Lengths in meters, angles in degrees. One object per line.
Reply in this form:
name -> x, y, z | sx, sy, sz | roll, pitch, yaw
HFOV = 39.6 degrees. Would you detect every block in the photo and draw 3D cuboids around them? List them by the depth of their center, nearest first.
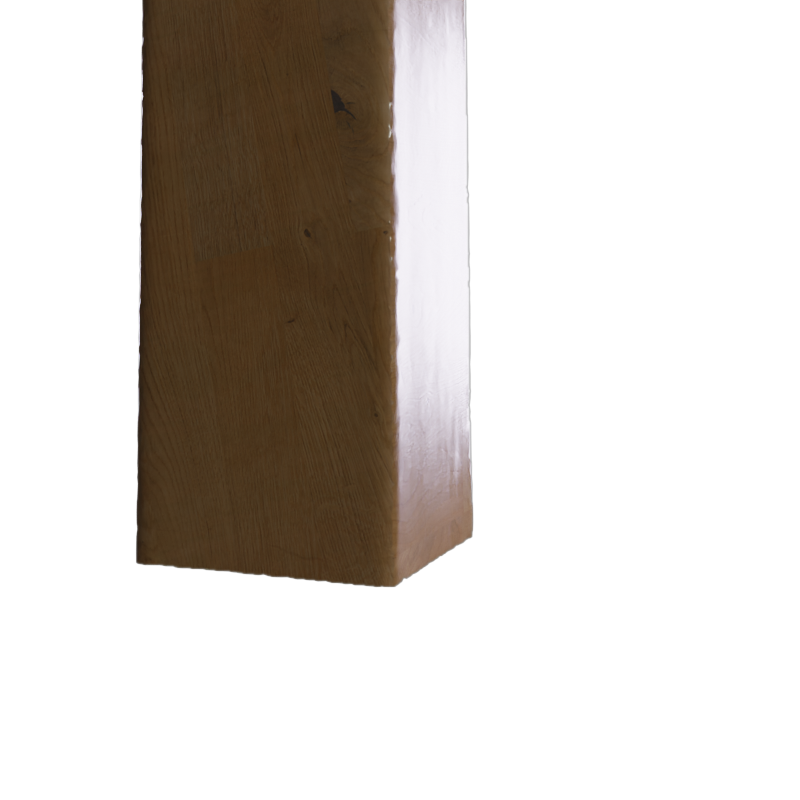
block -> -0.030, -0.054, 0.380 | 0.092, 0.208, 0.088 | -1, -3, 20
